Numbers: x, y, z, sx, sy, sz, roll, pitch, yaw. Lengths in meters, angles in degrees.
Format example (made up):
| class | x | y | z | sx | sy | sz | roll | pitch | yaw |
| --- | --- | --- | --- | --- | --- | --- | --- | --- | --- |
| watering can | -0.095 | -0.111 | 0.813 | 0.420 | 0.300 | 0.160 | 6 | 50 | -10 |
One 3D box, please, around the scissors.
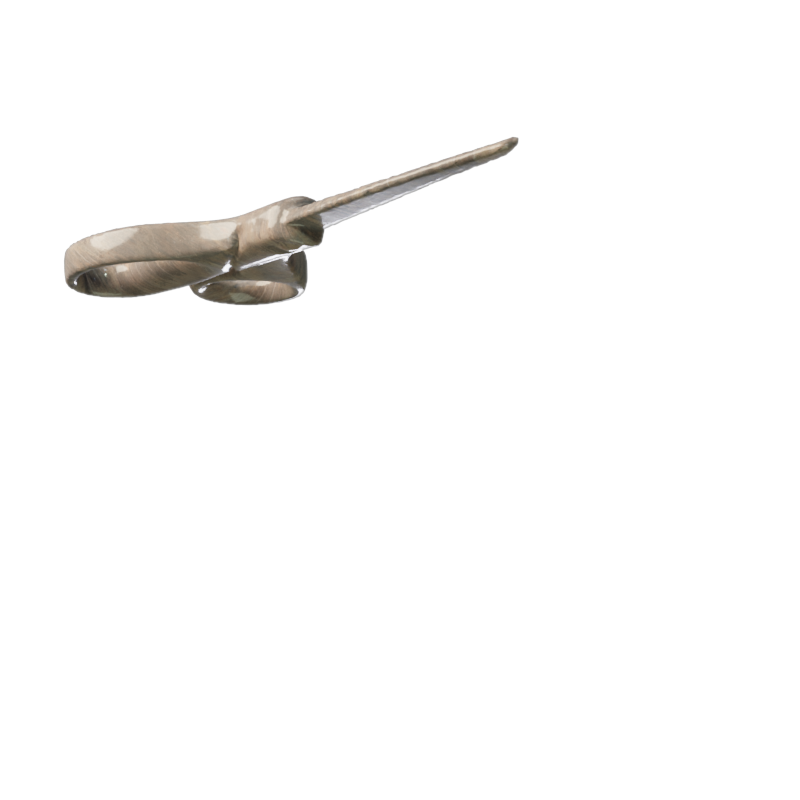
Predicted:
| class | x | y | z | sx | sy | sz | roll | pitch | yaw |
| --- | --- | --- | --- | --- | --- | --- | --- | --- | --- |
| scissors | -0.028 | -0.052 | 0.363 | 0.207 | 0.016 | 0.091 | -4 | -7 | 37 |
